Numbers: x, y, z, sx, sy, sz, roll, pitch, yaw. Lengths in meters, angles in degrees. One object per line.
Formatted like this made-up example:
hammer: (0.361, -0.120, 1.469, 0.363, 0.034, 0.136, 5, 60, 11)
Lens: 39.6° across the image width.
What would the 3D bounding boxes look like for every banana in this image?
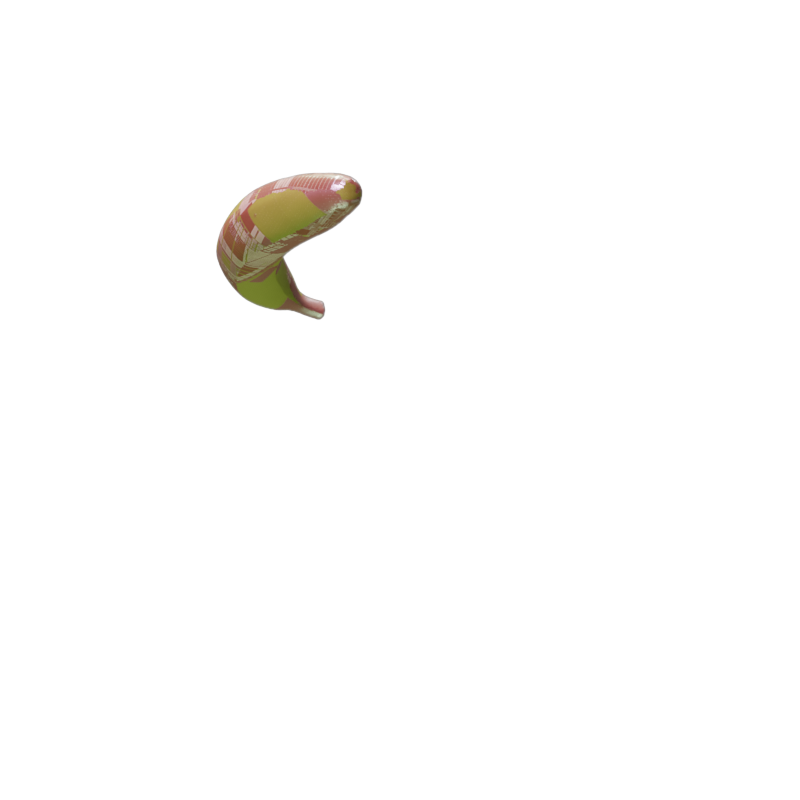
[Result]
banana: (-0.067, -0.087, 0.613, 0.069, 0.038, 0.192, 2, -12, -8)
